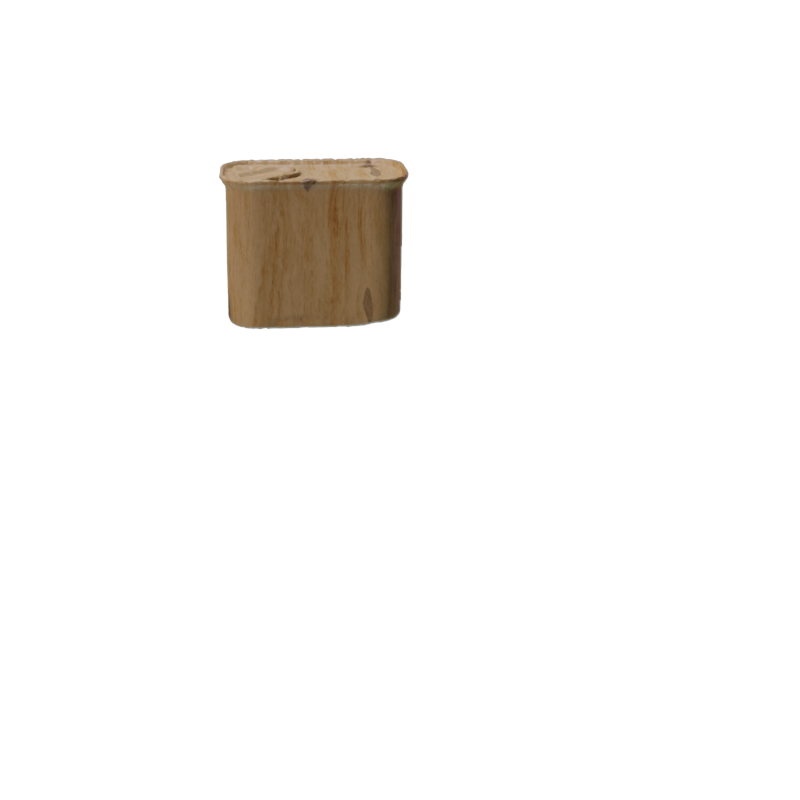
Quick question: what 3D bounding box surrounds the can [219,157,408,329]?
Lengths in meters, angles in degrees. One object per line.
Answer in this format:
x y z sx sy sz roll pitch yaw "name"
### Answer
-0.048 -0.088 0.615 0.101 0.081 0.060 -1 19 -5 "can"
